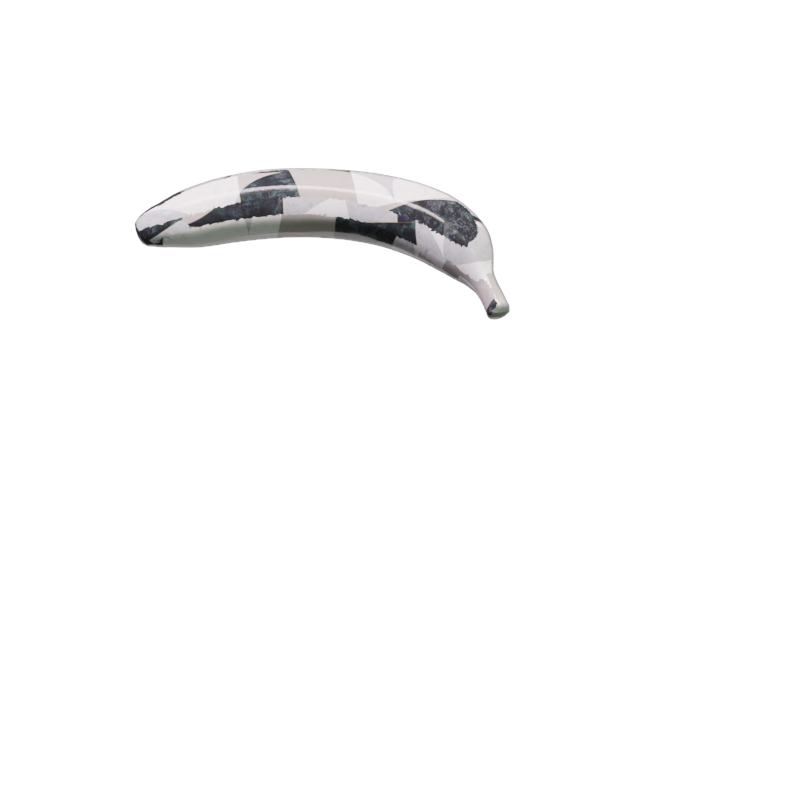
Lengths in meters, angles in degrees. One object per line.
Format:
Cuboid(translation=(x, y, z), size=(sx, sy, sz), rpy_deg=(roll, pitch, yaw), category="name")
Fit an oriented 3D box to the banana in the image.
Cuboid(translation=(-0.036, -0.093, 0.578), size=(0.202, 0.034, 0.073), rpy_deg=(11, 44, 12), category="banana")
